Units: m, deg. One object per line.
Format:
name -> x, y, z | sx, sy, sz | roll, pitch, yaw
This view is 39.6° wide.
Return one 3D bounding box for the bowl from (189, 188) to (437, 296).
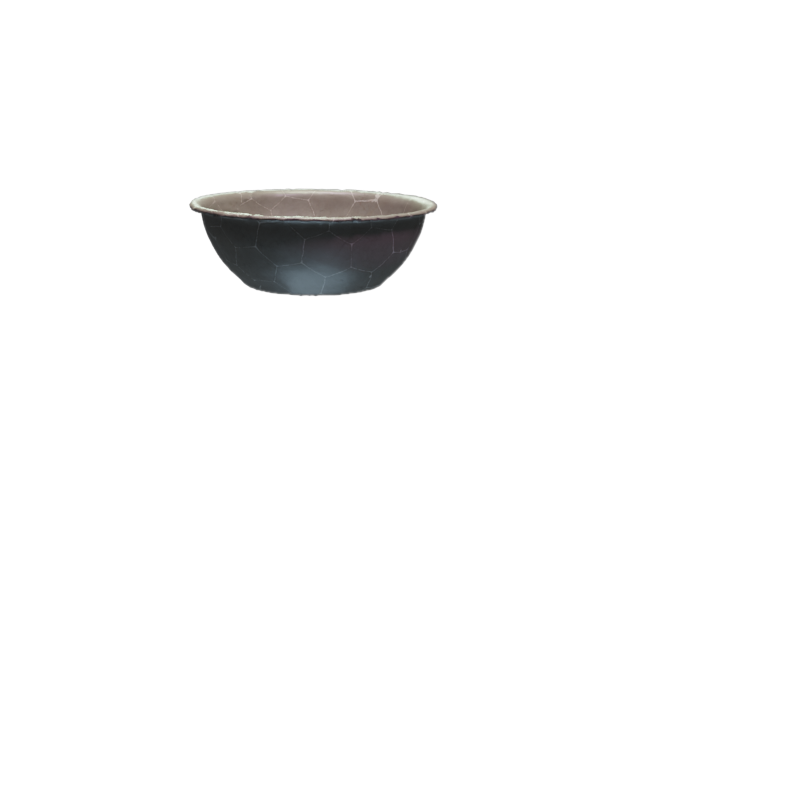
bowl -> -0.057, -0.104, 0.726 | 0.162, 0.053, 0.167 | -1, 16, -2
